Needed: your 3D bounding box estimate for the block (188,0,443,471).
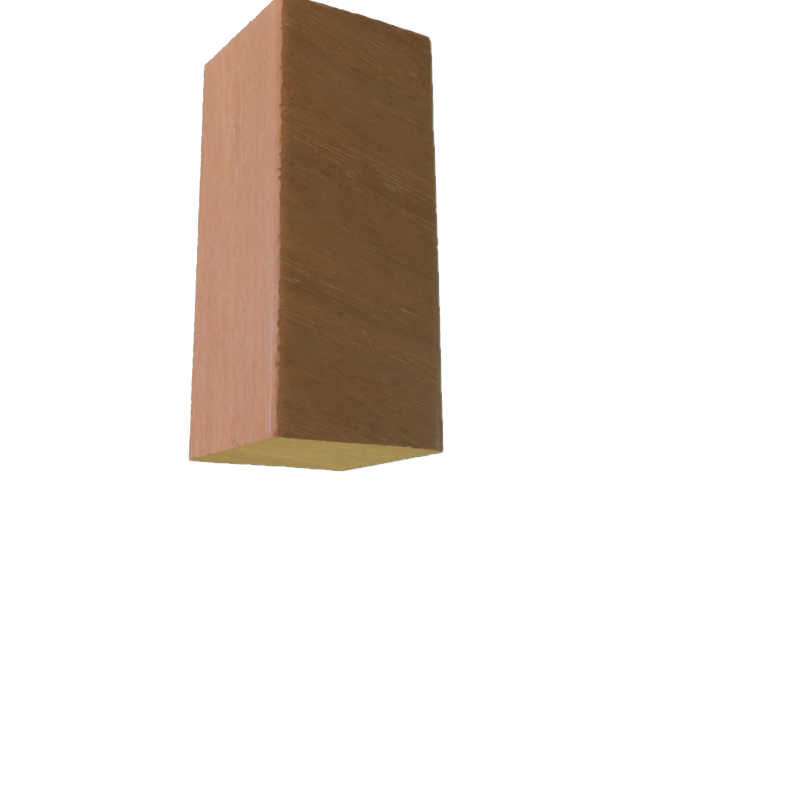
[{"bbox_3d":[-0.041,-0.077,0.538,0.086,0.215,0.091,9,-19,-32],"label":"block"}]
